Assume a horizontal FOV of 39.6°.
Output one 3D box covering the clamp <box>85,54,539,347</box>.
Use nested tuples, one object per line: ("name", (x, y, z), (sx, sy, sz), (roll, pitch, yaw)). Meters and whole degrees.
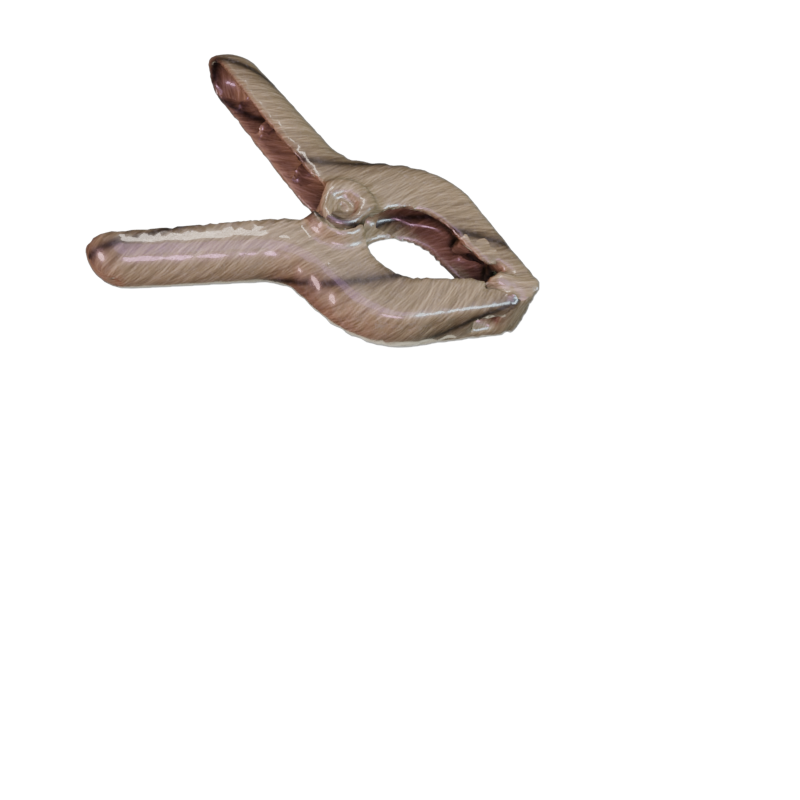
("clamp", (-0.034, -0.063, 0.440), (0.177, 0.123, 0.037), (29, -23, 14))
